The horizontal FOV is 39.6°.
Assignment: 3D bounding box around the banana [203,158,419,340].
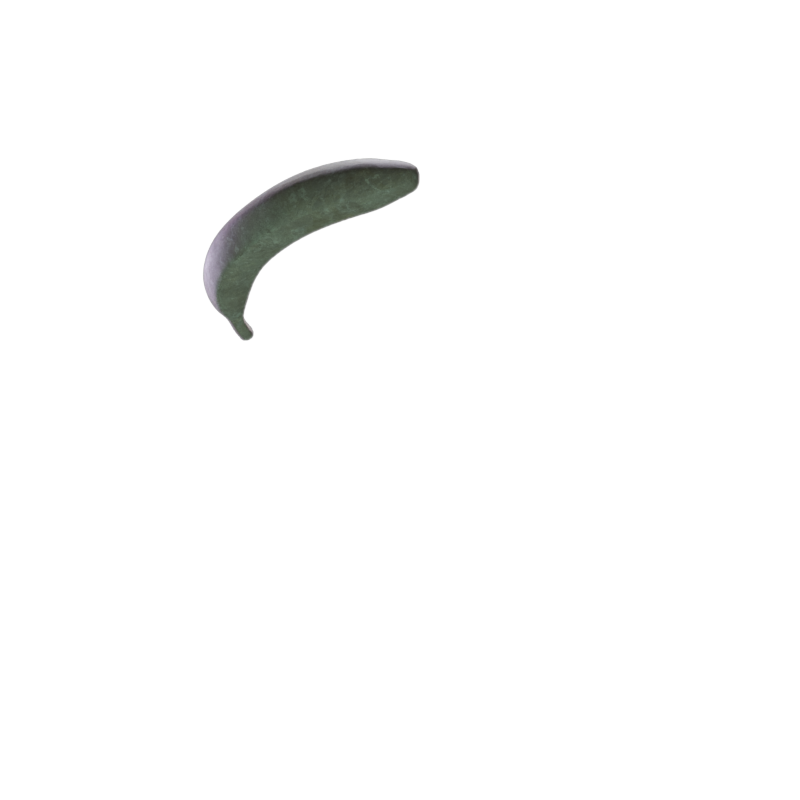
[{"bbox_3d":[-0.073,-0.107,0.714,0.066,0.039,0.195,24,-41,-31],"label":"banana"}]
